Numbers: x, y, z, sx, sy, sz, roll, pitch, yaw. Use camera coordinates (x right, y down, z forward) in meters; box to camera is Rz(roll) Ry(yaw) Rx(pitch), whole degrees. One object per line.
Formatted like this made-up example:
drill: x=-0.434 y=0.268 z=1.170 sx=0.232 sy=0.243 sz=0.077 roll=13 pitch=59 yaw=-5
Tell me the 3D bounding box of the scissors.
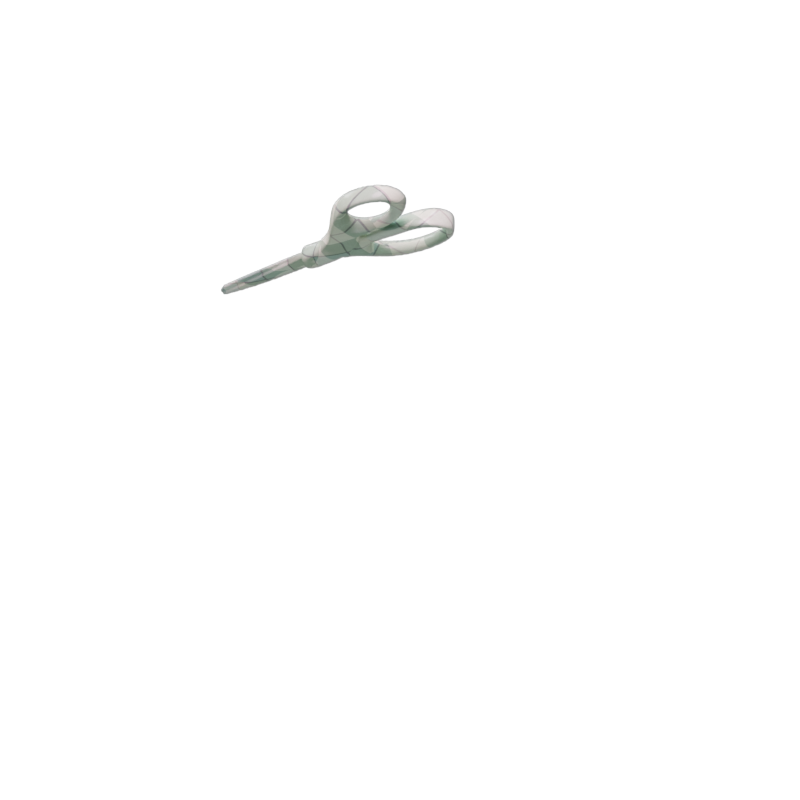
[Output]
scissors: x=-0.062 y=-0.114 z=0.796 sx=0.205 sy=0.017 sz=0.089 roll=-9 pitch=-23 yaw=22
